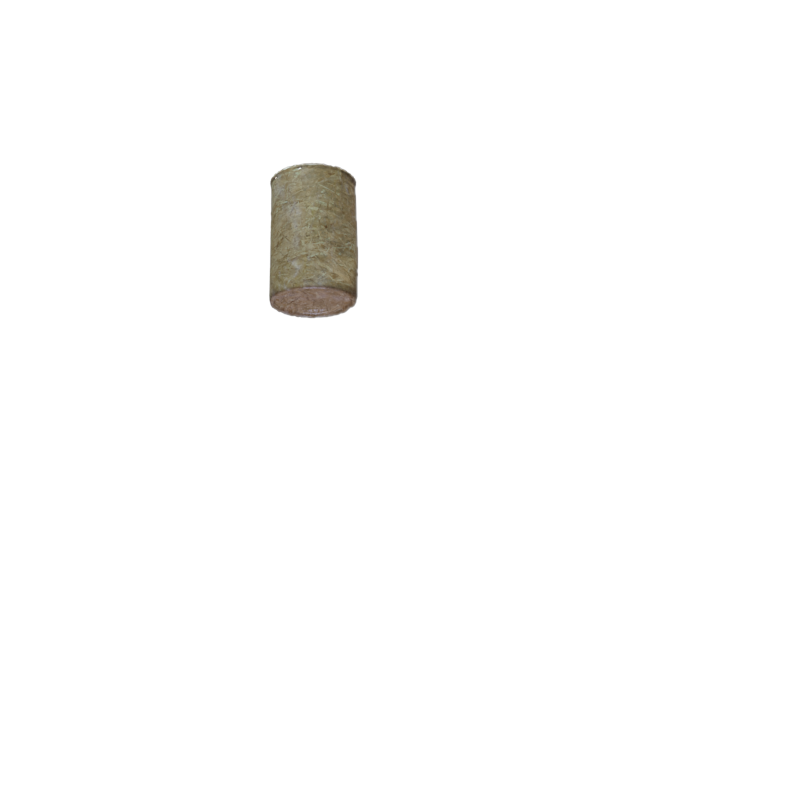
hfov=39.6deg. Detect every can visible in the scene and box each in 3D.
[{"bbox_3d":[-0.067,-0.122,0.854,0.068,0.107,0.065,0,-21,-2],"label":"can"}]
